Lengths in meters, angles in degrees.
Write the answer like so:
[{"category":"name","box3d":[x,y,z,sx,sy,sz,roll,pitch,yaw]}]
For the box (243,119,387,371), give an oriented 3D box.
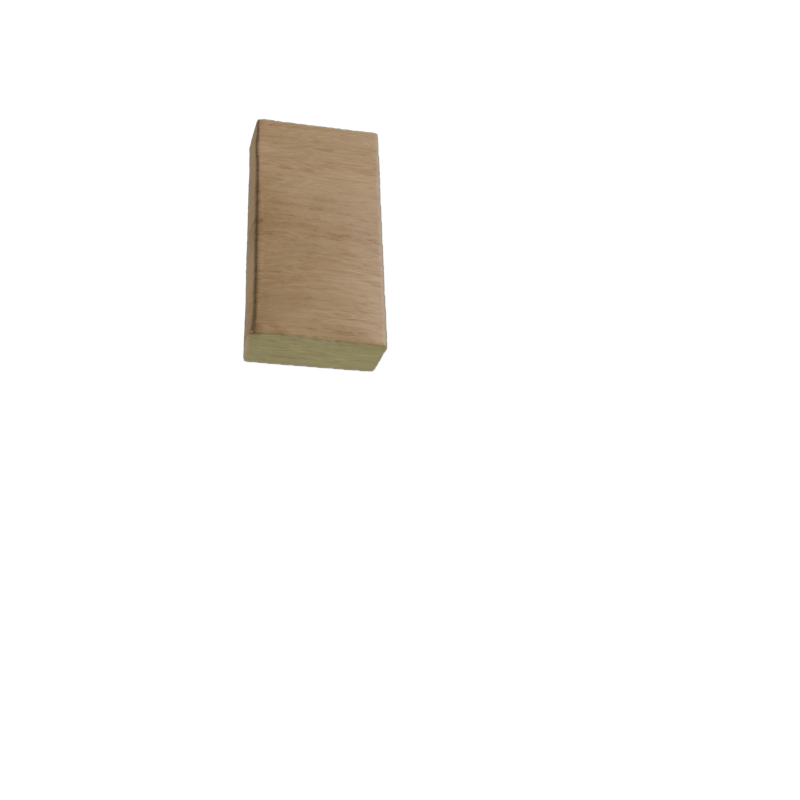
[{"category":"box","box3d":[-0.061,-0.111,0.776,0.092,0.188,0.046,5,-32,-11]}]
